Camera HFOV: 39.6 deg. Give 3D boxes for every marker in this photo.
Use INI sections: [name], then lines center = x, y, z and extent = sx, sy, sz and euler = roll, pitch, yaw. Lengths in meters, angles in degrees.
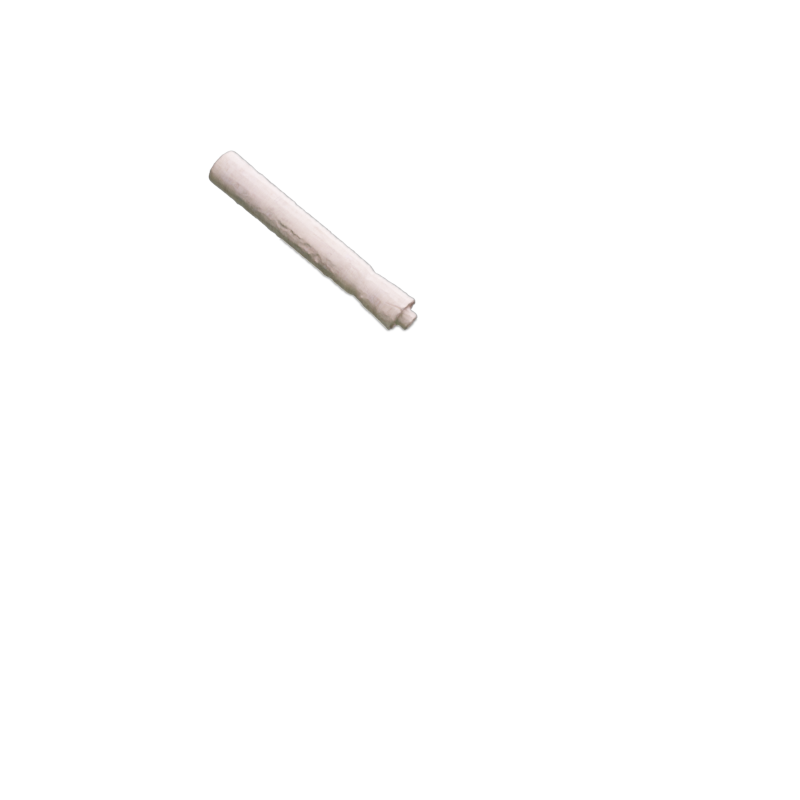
[marker]
center = -0.041, -0.074, 0.521
extent = 0.126, 0.019, 0.019
euler = 41, 15, 15
